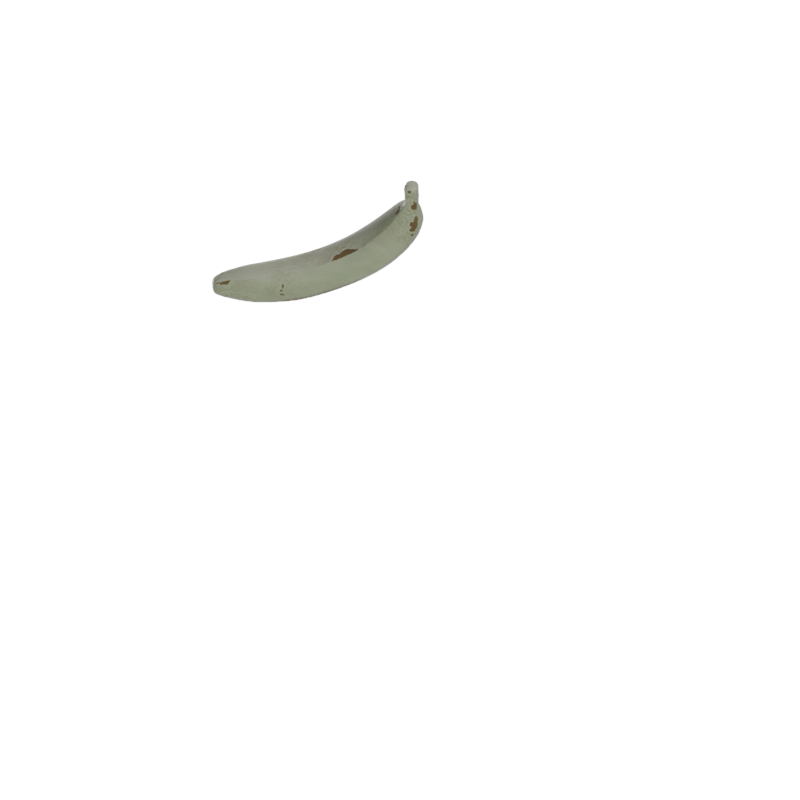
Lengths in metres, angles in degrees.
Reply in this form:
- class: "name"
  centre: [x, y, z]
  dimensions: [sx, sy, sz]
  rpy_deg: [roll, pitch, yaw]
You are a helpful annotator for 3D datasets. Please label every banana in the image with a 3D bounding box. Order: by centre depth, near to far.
- class: "banana"
  centre: [-0.057, -0.118, 0.896]
  dimensions: [0.198, 0.039, 0.065]
  rpy_deg: [-24, -50, 22]
